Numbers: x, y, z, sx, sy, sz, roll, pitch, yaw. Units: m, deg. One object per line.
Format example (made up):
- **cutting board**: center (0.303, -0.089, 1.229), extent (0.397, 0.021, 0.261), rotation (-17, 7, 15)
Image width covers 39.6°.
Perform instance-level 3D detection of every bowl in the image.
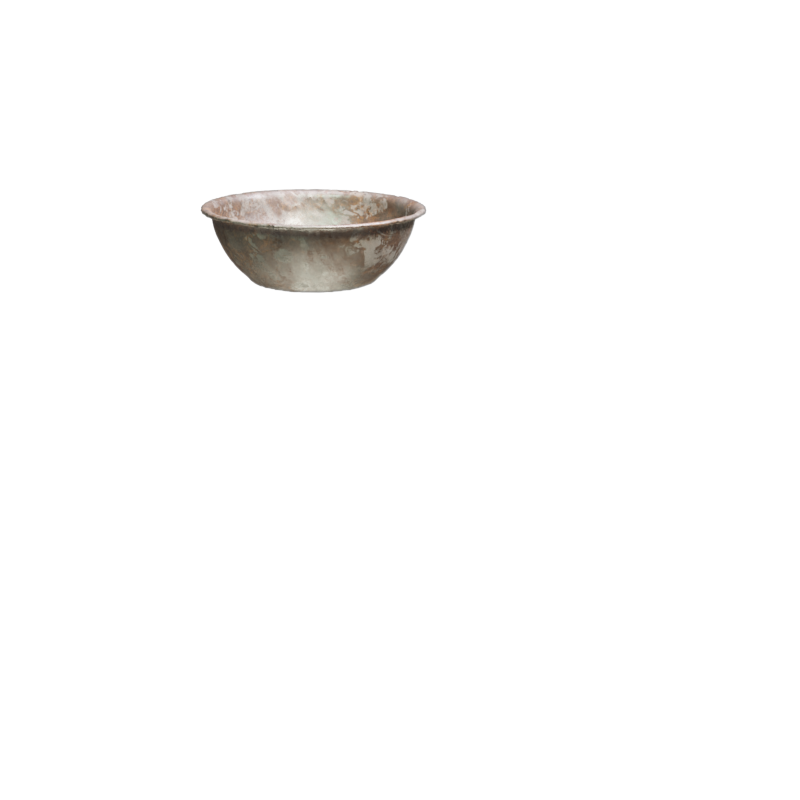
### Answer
- **bowl**: center (-0.063, -0.114, 0.800), extent (0.162, 0.053, 0.168), rotation (-1, 18, -2)
